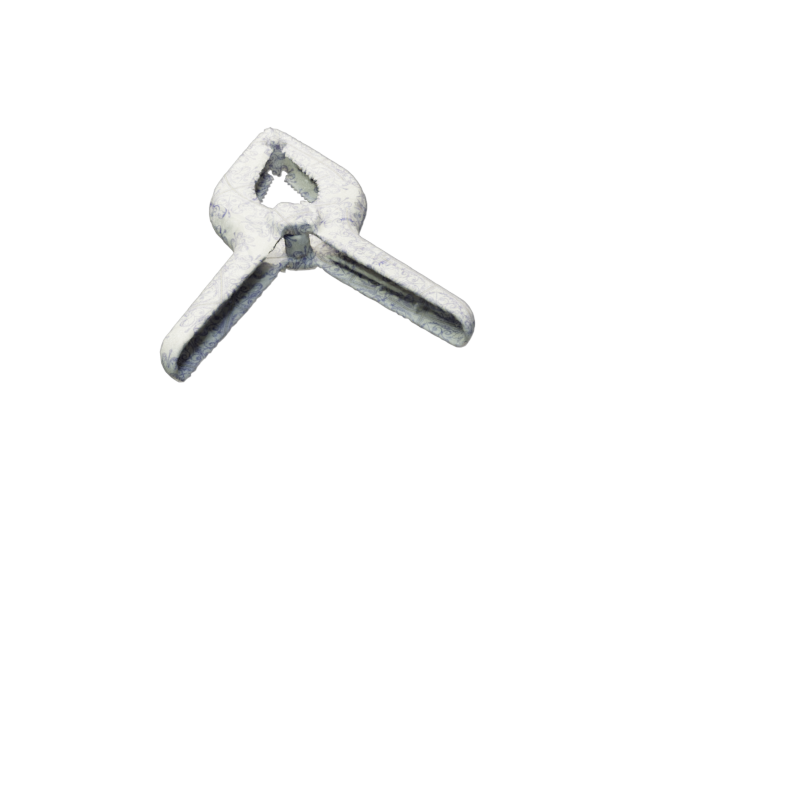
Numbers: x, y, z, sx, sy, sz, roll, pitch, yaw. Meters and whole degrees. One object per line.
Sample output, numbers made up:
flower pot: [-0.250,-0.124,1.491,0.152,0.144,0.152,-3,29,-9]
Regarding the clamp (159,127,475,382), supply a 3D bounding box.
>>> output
clamp: [-0.050,-0.092,0.644,0.164,0.034,0.226,-3,42,-3]
